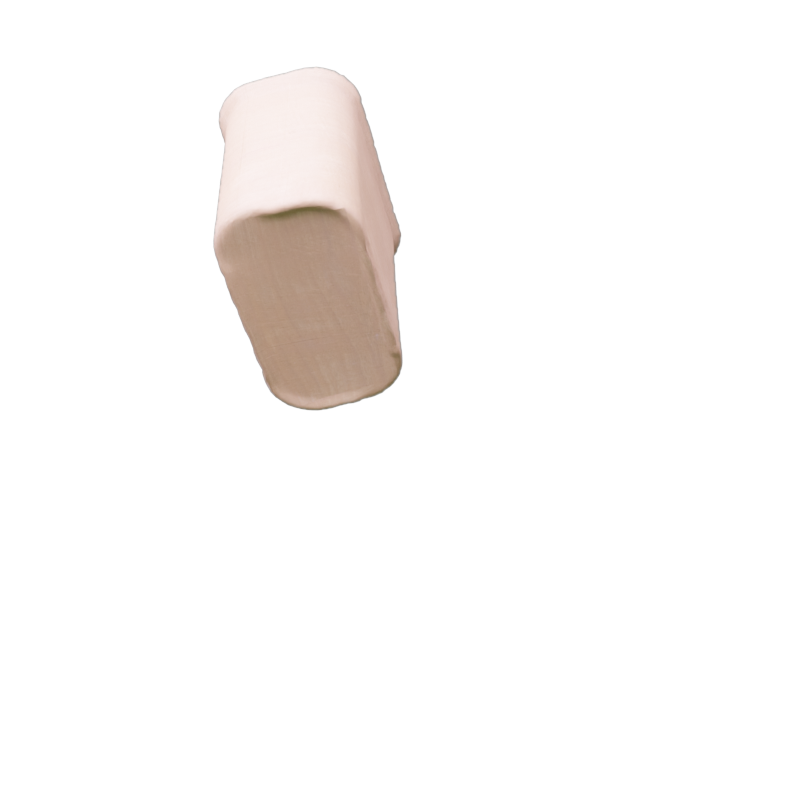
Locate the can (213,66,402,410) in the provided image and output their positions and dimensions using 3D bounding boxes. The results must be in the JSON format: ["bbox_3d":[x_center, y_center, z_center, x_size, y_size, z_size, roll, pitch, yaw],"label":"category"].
[{"bbox_3d":[-0.033,-0.060,0.420,0.058,0.094,0.090,-12,41,8],"label":"can"}]
